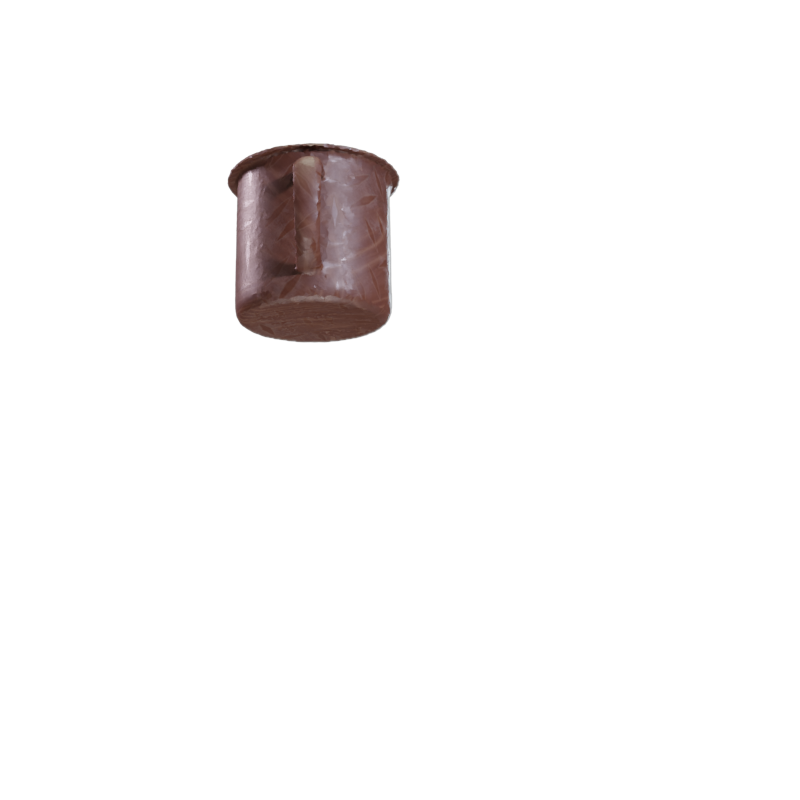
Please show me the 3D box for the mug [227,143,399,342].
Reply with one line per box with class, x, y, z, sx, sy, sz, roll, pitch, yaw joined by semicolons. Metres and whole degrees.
mug;-0.045;-0.082;0.576;0.093;0.085;0.112;0;-17;-3
